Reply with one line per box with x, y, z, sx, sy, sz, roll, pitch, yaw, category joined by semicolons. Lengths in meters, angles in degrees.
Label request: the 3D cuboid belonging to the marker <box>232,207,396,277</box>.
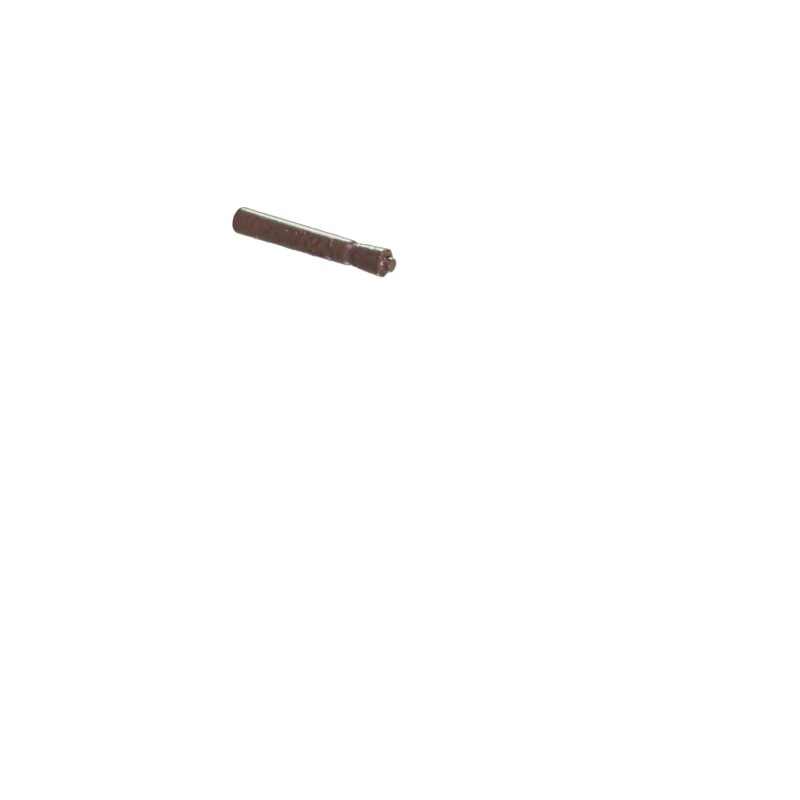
-0.057;-0.104;0.727;0.127;0.019;0.019;20;13;28;marker
